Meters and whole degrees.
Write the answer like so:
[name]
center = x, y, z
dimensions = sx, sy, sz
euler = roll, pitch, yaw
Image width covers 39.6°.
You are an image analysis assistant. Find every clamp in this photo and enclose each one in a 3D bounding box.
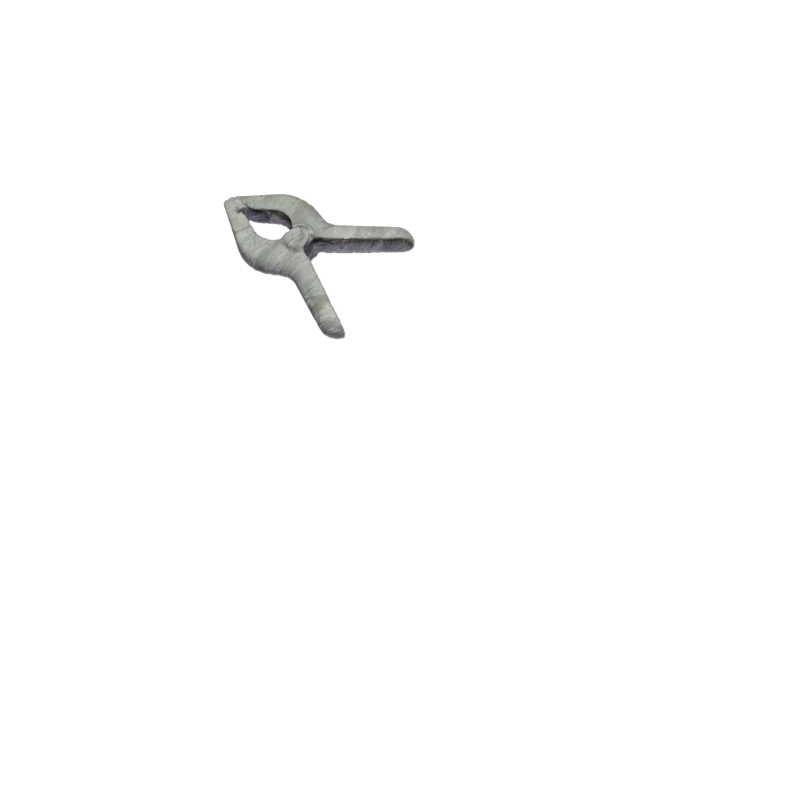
[clamp]
center = -0.076, -0.139, 0.975
dimensions = 0.181, 0.121, 0.037
euler = 38, -26, 23
